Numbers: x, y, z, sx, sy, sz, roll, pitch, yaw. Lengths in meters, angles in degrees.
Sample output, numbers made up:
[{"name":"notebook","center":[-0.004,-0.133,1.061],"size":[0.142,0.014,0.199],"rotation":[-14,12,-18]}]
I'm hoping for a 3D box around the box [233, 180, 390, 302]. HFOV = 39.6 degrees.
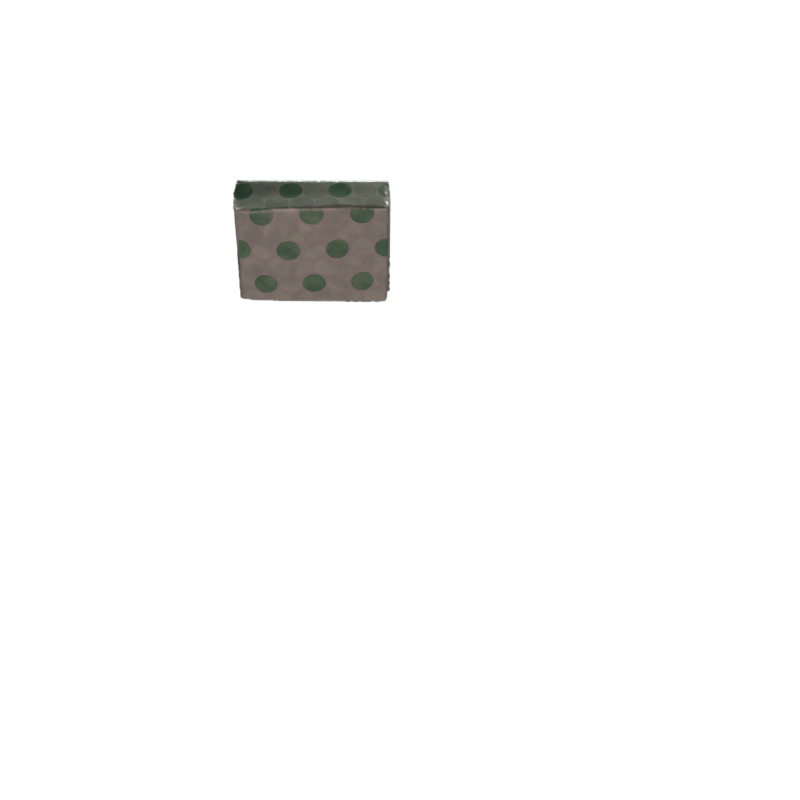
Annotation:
[{"name":"box","center":[-0.064,-0.116,0.812],"size":[0.113,0.084,0.042],"rotation":[0,42,0]}]
